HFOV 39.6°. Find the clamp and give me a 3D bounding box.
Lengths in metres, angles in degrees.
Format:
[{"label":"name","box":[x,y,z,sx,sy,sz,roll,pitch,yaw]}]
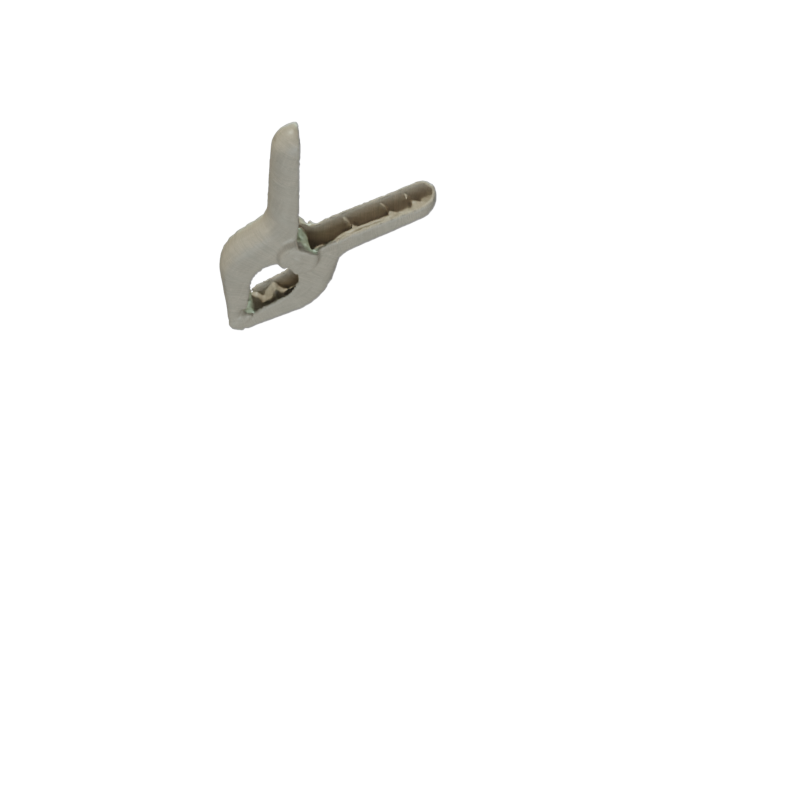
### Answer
[{"label":"clamp","box":[-0.058,-0.106,0.741,0.116,0.042,0.166,19,-45,-21]}]
